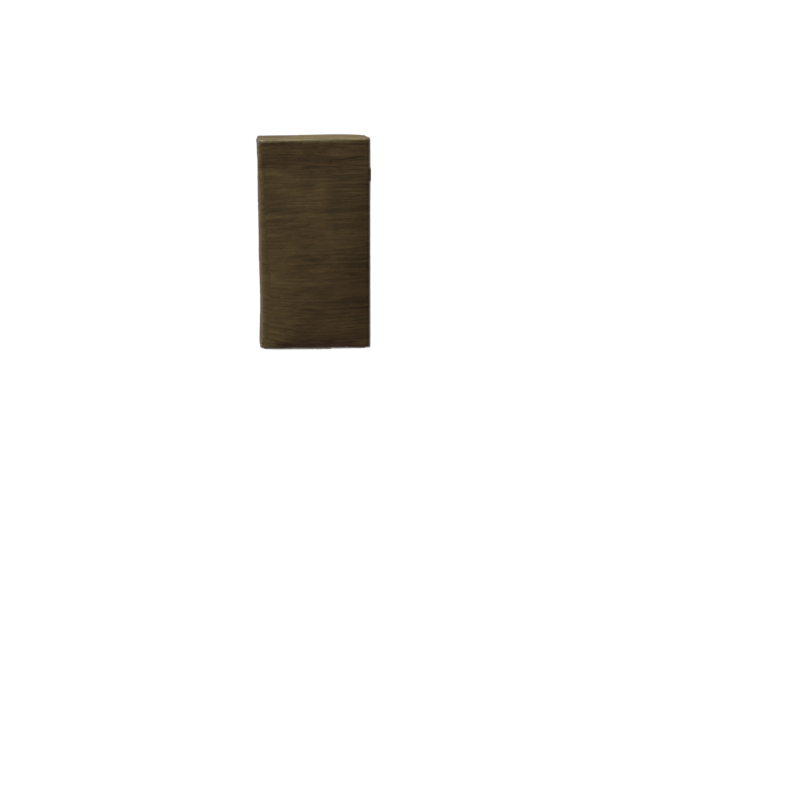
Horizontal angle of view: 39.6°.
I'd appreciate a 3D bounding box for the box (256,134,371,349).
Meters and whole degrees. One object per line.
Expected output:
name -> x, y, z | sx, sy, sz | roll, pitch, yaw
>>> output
box -> -0.072, -0.131, 0.919 | 0.092, 0.172, 0.049 | -1, 9, -7
